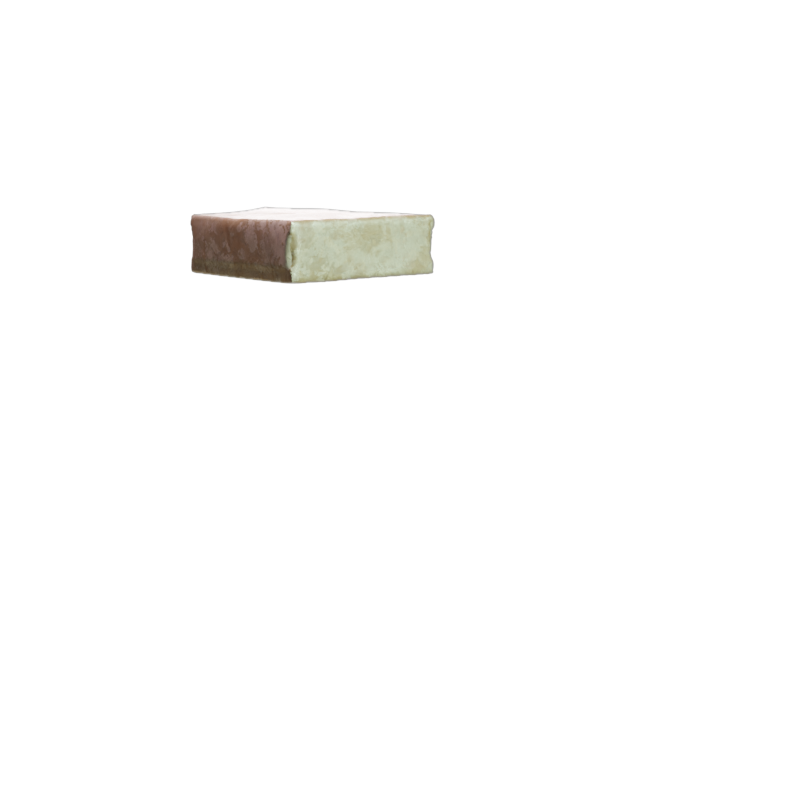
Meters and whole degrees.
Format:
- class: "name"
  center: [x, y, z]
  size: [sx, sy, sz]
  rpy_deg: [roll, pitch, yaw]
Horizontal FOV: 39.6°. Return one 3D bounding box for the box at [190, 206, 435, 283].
- class: "box"
  center: [-0.040, -0.073, 0.509]
  size: [0.087, 0.030, 0.077]
  rpy_deg: [-11, 15, -42]
